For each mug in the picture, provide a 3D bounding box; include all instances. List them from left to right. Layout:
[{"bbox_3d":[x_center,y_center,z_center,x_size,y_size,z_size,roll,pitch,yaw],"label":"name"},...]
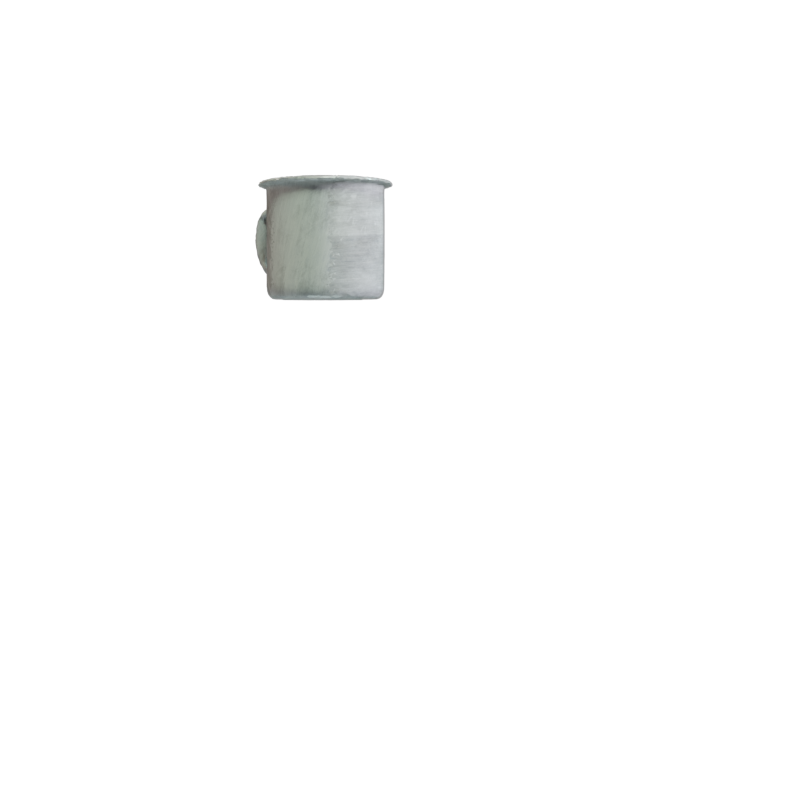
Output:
[{"bbox_3d":[-0.061,-0.111,0.777,0.122,0.082,0.089,2,2,43],"label":"mug"}]
